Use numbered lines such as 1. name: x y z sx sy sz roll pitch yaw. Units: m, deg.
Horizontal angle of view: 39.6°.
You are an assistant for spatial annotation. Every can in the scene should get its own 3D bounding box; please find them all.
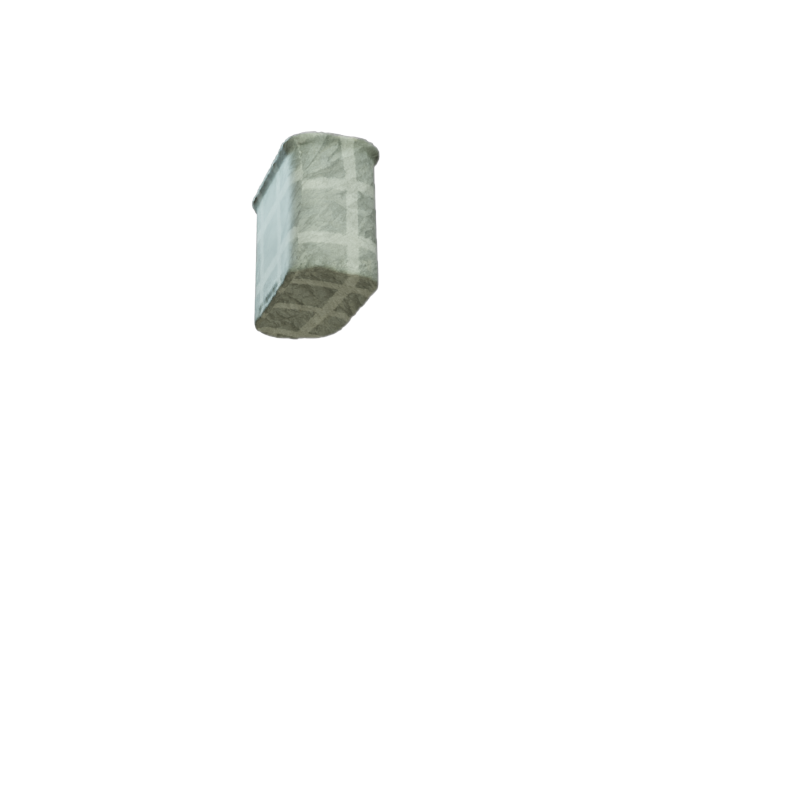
1. can: -0.049 -0.090 0.633 0.056 0.089 0.099 8 -24 -19
